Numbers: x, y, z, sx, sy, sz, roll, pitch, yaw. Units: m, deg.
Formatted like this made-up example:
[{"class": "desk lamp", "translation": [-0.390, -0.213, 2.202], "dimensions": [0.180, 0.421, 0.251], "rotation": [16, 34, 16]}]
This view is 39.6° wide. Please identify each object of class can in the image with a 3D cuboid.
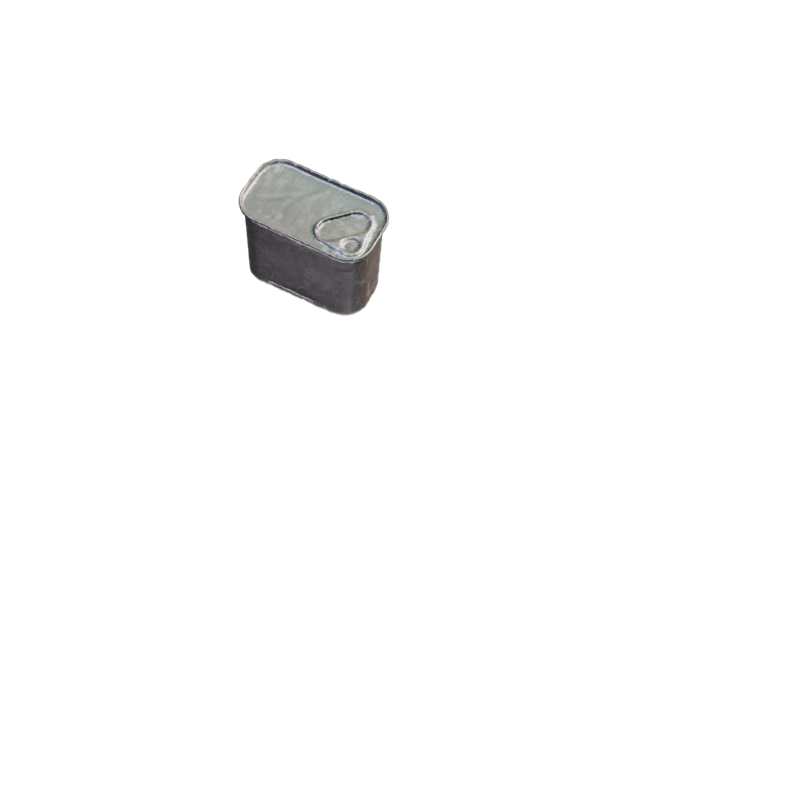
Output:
[{"class": "can", "translation": [-0.062, -0.113, 0.791], "dimensions": [0.105, 0.059, 0.079], "rotation": [26, -28, 13]}]
